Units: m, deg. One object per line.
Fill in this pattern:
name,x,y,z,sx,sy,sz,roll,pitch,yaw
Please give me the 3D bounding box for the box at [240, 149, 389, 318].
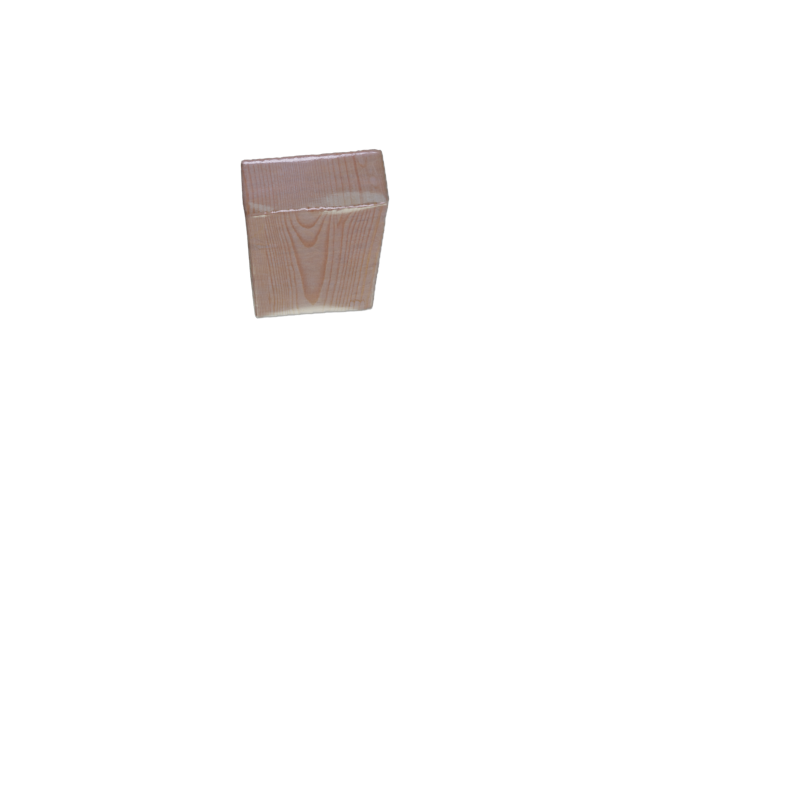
box,-0.060,-0.110,0.770,0.093,0.050,0.169,-5,-16,-5
